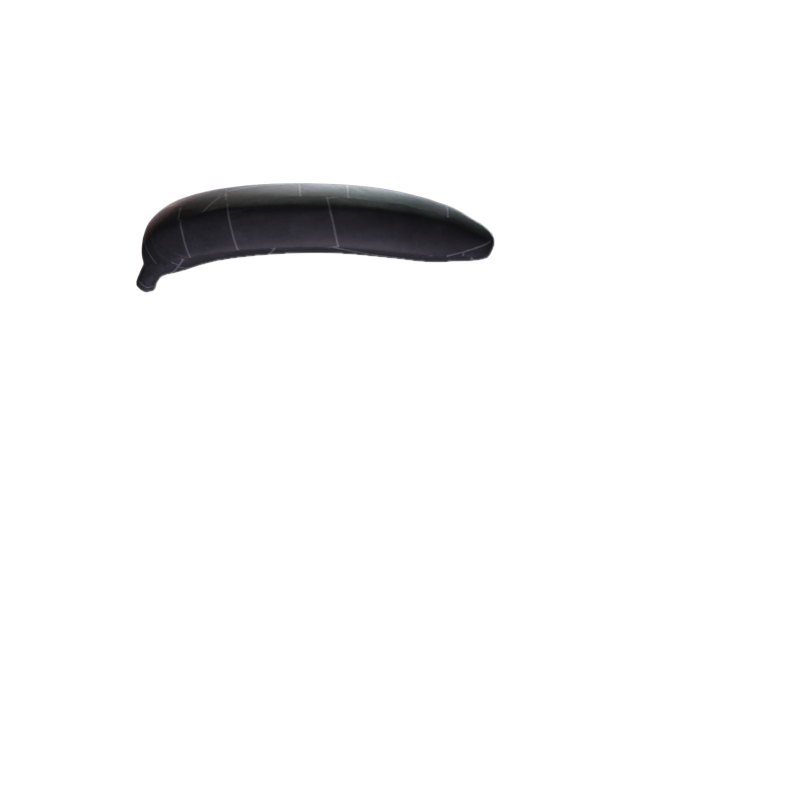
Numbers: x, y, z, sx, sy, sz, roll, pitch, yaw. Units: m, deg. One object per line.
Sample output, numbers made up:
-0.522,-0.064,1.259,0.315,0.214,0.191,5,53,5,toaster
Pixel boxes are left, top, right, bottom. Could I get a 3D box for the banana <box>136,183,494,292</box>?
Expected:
-0.053,-0.088,0.575,0.200,0.038,0.066,-3,-14,11,banana
